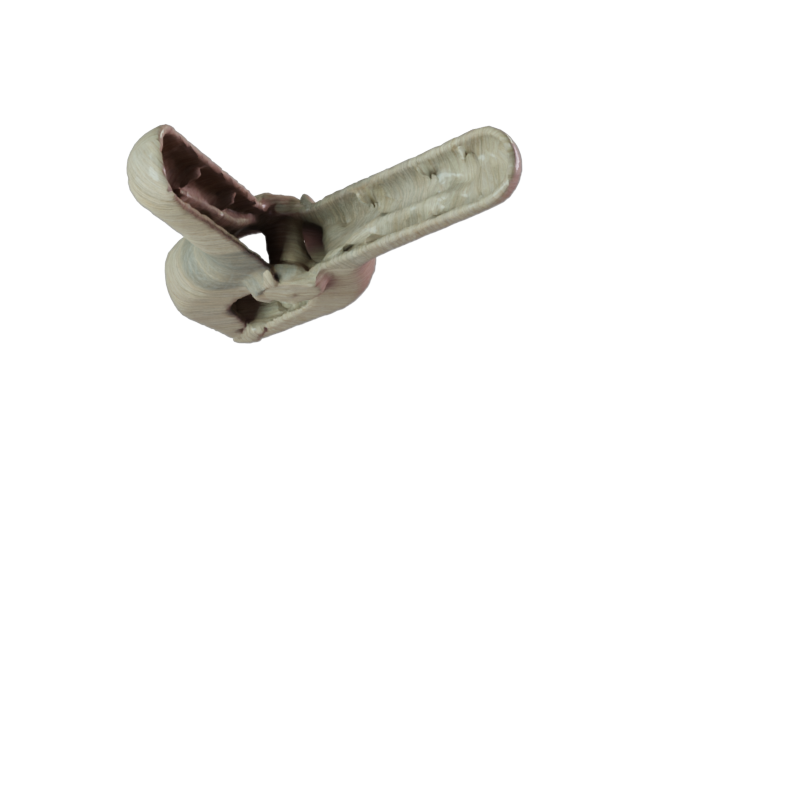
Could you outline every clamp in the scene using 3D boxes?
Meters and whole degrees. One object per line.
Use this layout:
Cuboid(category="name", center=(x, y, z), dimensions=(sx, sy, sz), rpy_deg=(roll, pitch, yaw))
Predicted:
Cuboid(category="clamp", center=(-0.031, -0.056, 0.394), dimensions=(0.119, 0.040, 0.167), rpy_deg=(1, -10, -8))
